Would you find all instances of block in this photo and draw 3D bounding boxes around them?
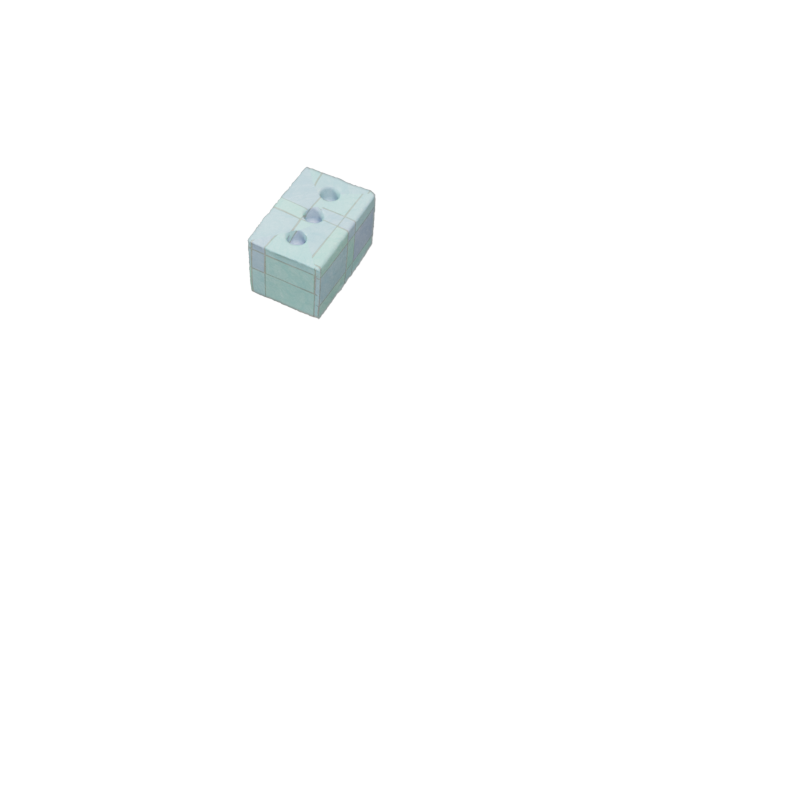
[{"bbox_3d":[-0.056,-0.102,0.714,0.055,0.081,0.048,22,-36,15],"label":"block"}]
